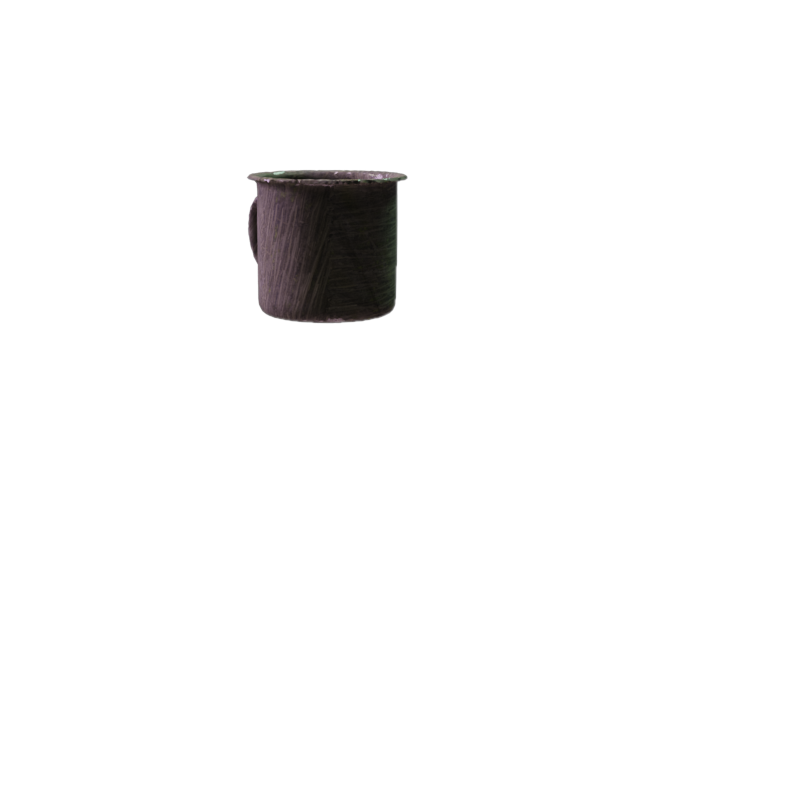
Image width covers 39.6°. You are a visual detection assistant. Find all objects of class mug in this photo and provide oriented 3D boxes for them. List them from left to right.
[{"bbox_3d":[-0.052,-0.094,0.658,0.091,0.080,0.123,-11,17,-44],"label":"mug"}]
